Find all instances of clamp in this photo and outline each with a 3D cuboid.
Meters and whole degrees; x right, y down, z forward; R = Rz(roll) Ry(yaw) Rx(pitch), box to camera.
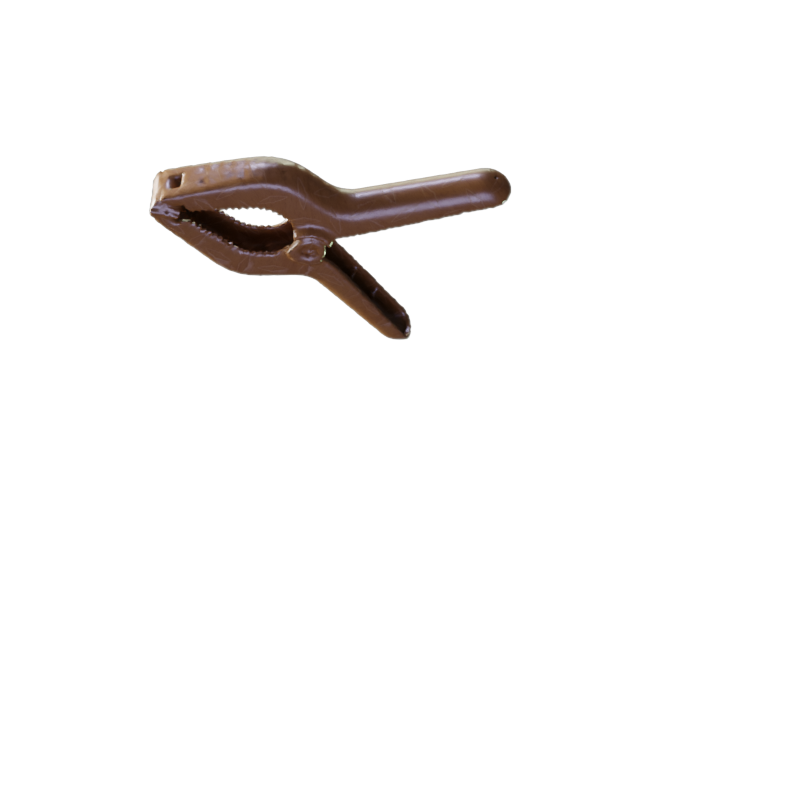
[{"bbox_3d":[-0.055,-0.100,0.703,0.206,0.039,0.156,8,-37,-11],"label":"clamp"}]
